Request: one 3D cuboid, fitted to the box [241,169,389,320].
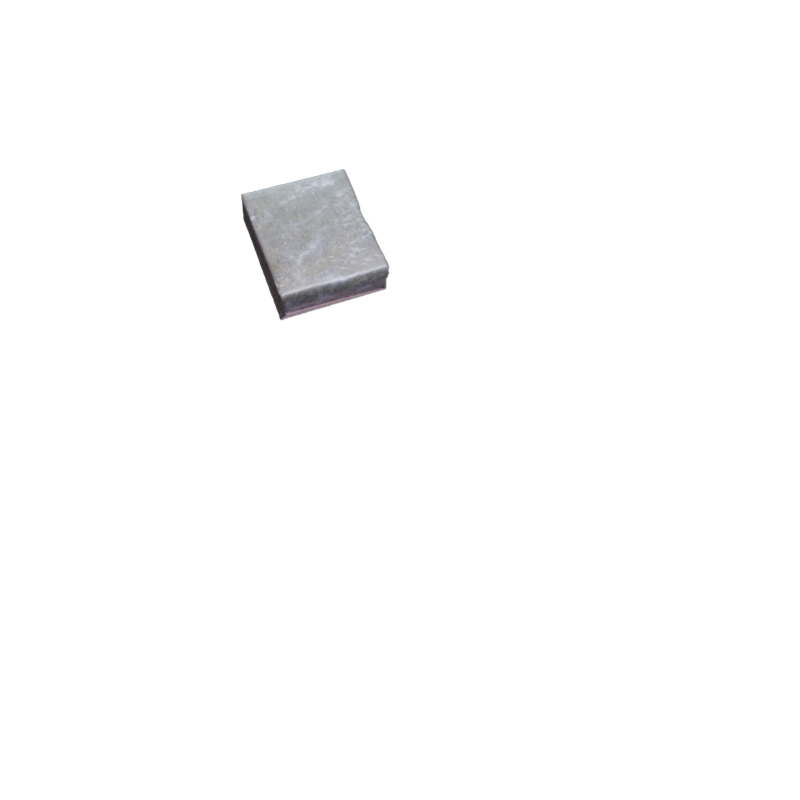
[{"bbox_3d":[-0.056,-0.103,0.720,0.072,0.096,0.028,-16,-32,-11],"label":"box"}]
